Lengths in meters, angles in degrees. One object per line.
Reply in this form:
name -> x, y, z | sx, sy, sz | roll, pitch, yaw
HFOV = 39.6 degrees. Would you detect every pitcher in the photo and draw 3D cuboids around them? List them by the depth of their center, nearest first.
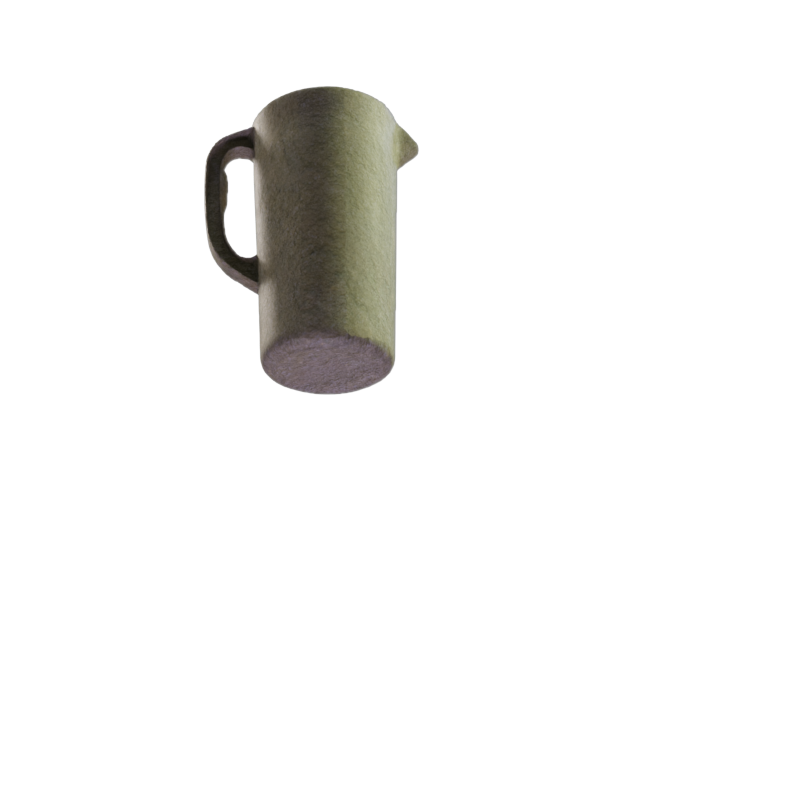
pitcher -> -0.074, -0.134, 0.940 | 0.150, 0.258, 0.135 | -23, -35, 34
